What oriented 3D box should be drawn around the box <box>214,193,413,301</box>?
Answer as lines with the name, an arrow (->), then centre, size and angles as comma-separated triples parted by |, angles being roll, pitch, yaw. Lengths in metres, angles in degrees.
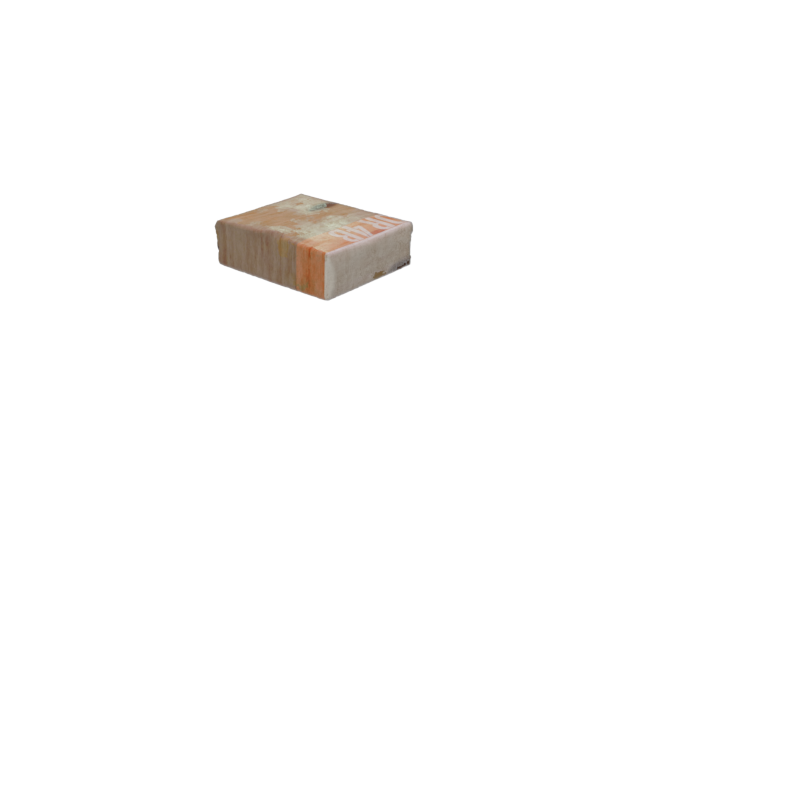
box -> -0.050, -0.091, 0.634 | 0.095, 0.029, 0.072 | 21, 32, 36
